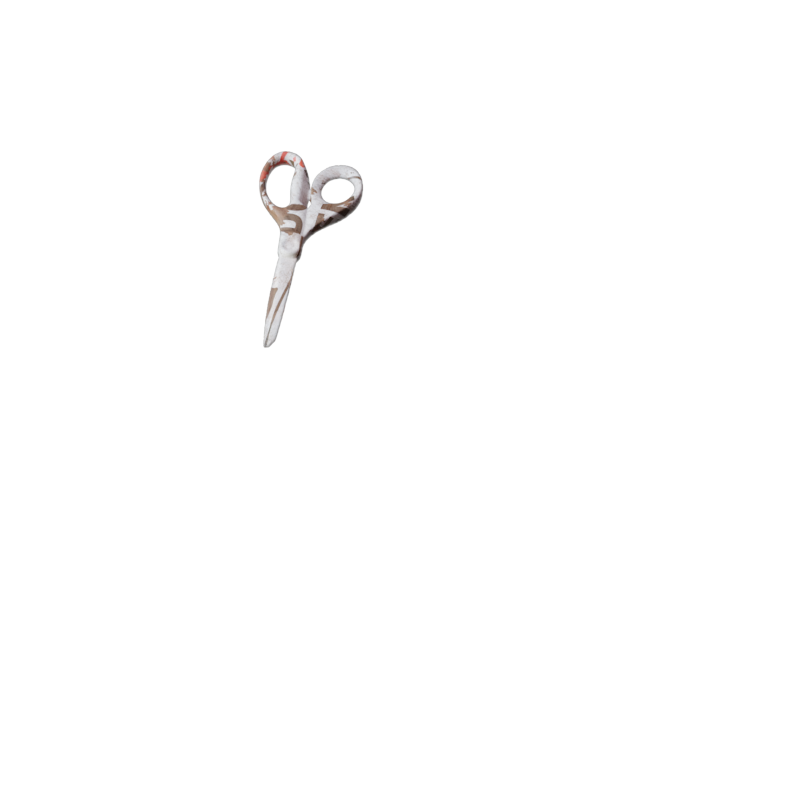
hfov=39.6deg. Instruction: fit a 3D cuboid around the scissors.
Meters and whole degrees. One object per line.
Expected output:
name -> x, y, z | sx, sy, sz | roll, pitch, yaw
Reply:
scissors -> -0.070, -0.127, 0.891 | 0.096, 0.217, 0.015 | -6, -38, -5
